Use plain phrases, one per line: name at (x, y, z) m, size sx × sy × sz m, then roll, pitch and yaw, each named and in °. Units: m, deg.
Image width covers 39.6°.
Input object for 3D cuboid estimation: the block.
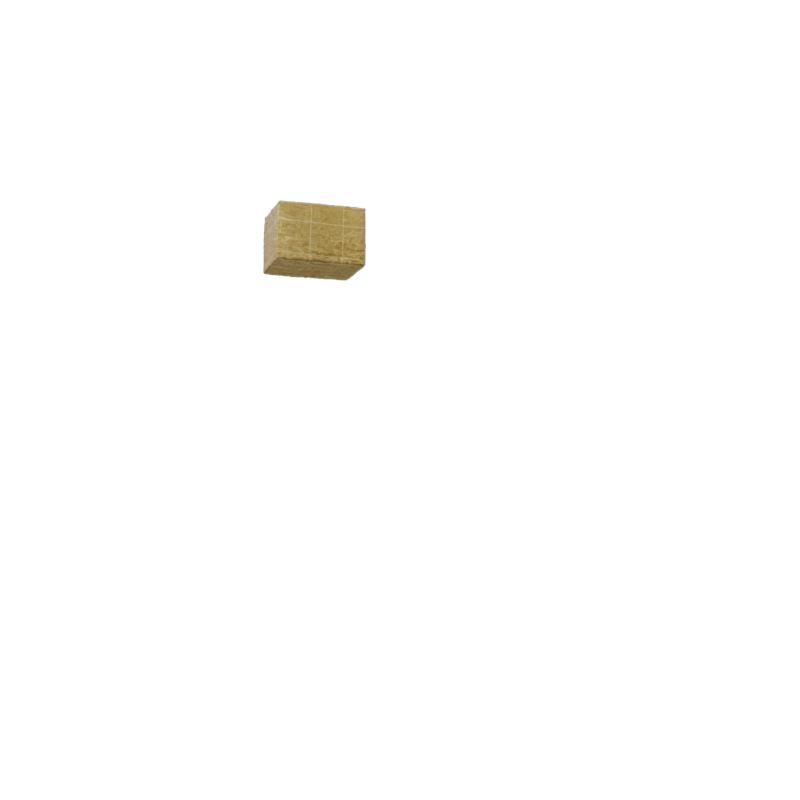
block at (-0.073, -0.134, 0.936) m, size 0.076 × 0.053 × 0.052 m, roll 3°, pitch -13°, yaw -17°
